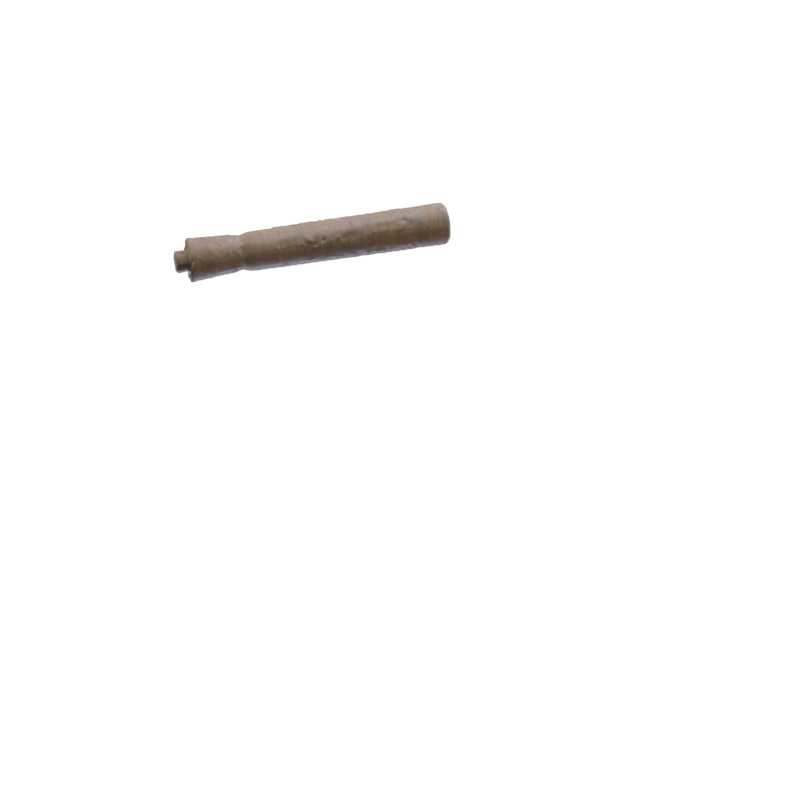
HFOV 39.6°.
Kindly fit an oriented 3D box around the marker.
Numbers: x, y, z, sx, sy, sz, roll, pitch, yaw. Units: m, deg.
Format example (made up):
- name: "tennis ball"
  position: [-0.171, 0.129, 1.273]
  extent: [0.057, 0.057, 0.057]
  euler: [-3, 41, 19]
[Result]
- name: "marker"
  position: [-0.038, -0.068, 0.479]
  extent: [0.119, 0.020, 0.020]
  euler: [-10, 7, -14]
